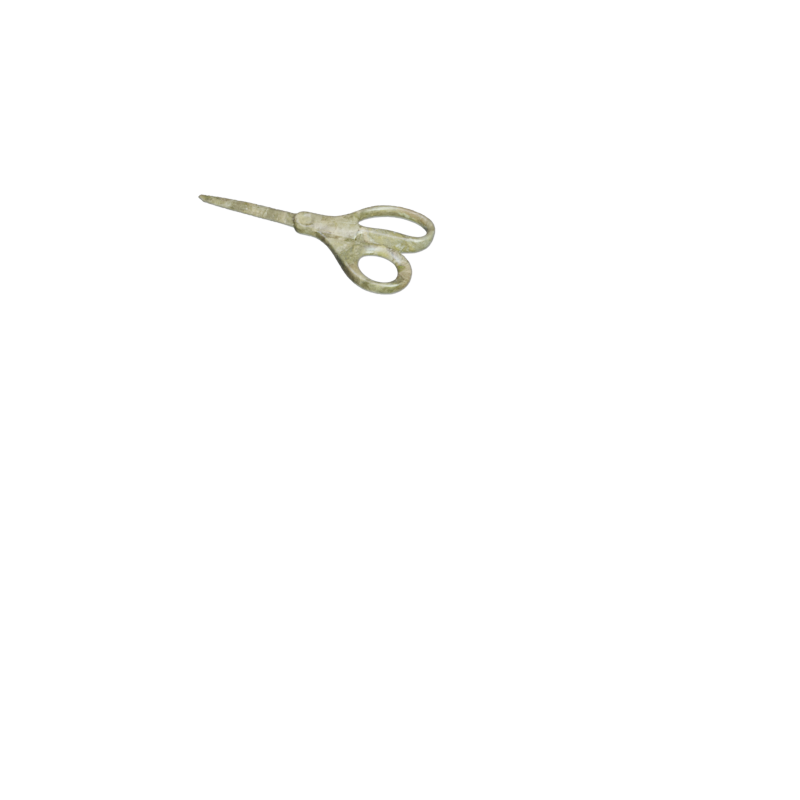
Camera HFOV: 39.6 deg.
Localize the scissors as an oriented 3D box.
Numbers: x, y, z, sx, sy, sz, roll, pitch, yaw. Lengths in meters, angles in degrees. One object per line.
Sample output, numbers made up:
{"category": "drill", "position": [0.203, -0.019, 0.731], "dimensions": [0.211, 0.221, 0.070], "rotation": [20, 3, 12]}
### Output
{"category": "scissors", "position": [-0.072, -0.131, 0.920], "dimensions": [0.202, 0.103, 0.015], "rotation": [2, -36, 1]}
